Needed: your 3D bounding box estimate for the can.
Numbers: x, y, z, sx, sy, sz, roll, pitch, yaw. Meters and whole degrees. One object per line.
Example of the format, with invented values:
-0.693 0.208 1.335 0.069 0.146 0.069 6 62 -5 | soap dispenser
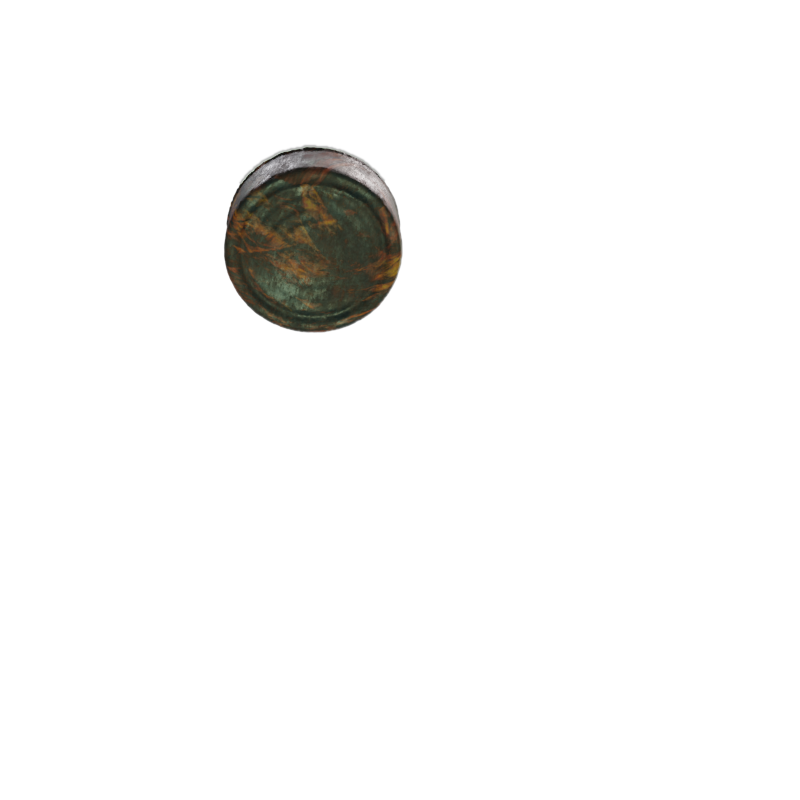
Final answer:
-0.042 -0.076 0.534 0.086 0.081 0.035 1 25 -1 | can
